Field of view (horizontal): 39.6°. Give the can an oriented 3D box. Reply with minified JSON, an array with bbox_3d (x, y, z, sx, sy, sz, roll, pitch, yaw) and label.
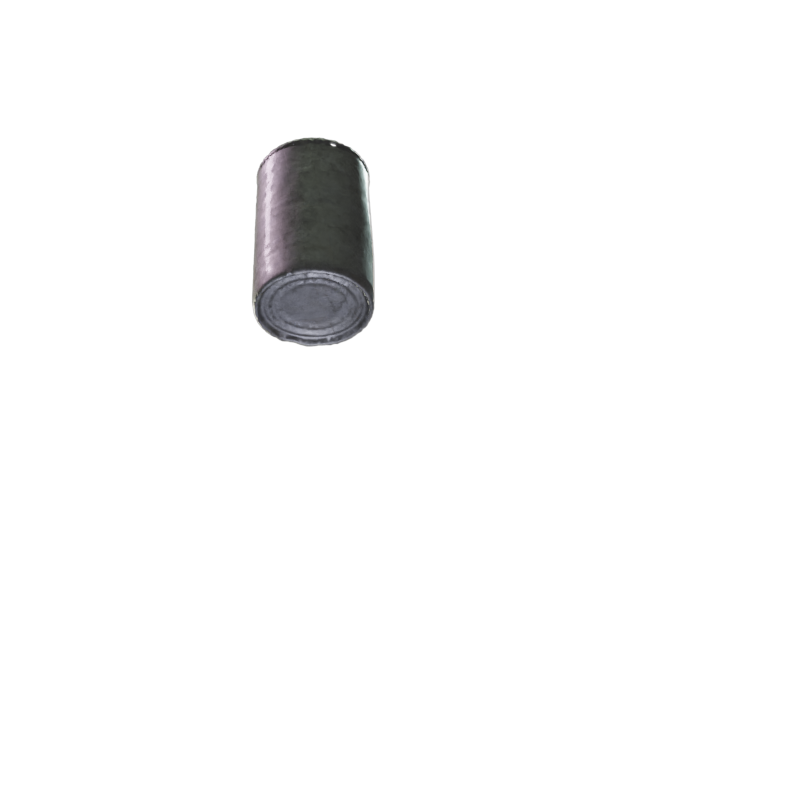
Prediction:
[{"bbox_3d":[-0.049,-0.090,0.629,0.068,0.110,0.064,-1,-39,-3],"label":"can"}]
